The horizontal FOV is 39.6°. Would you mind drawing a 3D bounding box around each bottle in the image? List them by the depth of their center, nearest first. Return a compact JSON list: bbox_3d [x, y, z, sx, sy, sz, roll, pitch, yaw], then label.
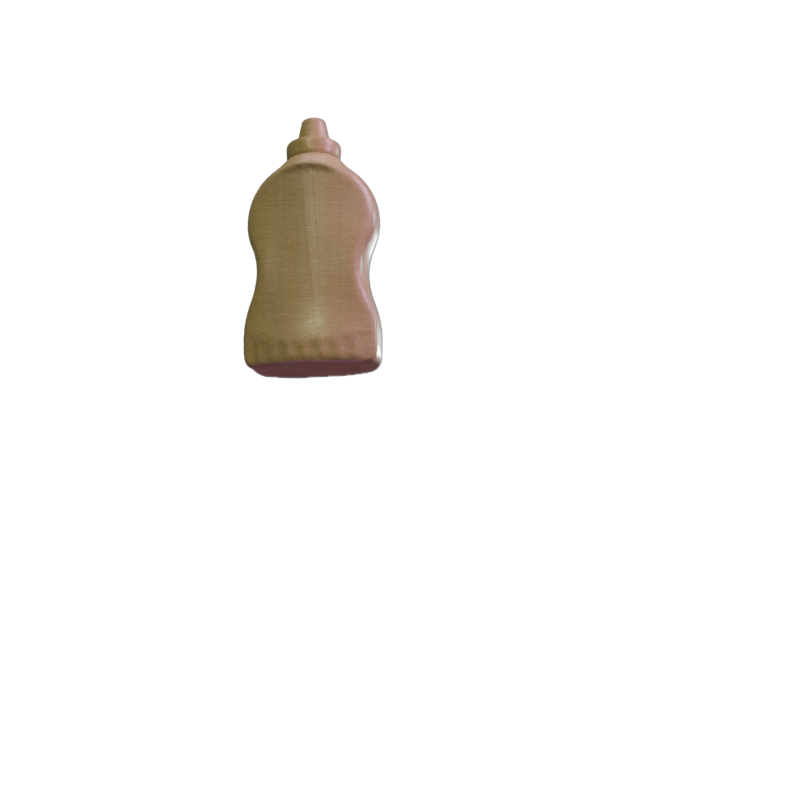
[{"bbox_3d":[-0.063,-0.115,0.805,0.097,0.200,0.055,-5,-18,12],"label":"bottle"}]
